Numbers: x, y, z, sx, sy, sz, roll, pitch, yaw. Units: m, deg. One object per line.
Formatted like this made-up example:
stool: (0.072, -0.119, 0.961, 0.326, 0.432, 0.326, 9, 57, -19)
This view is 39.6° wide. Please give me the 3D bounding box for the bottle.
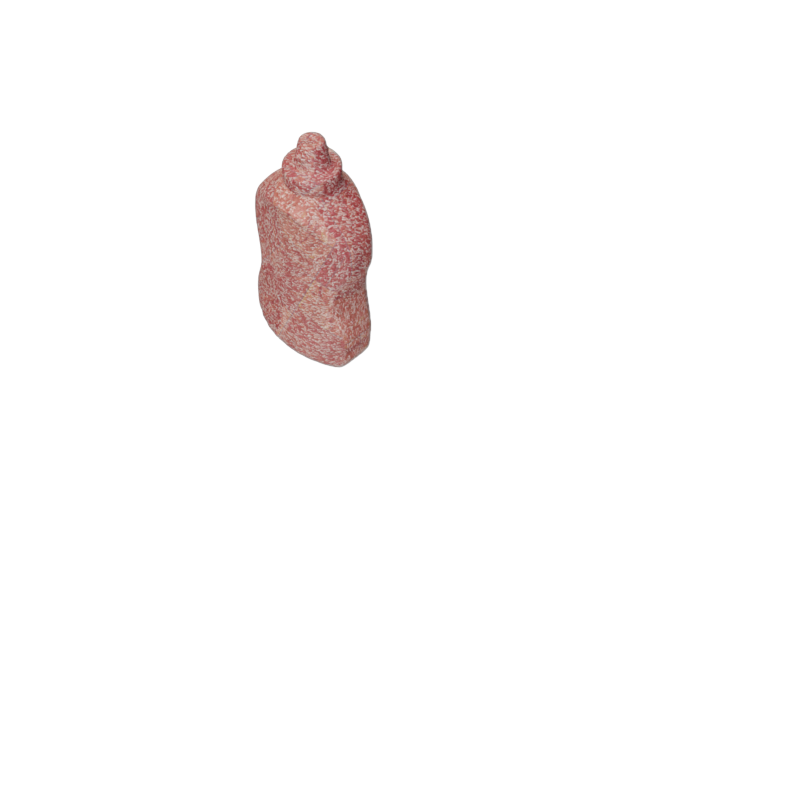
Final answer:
bottle: (-0.063, -0.113, 0.794, 0.059, 0.179, 0.102, -34, 59, -28)
